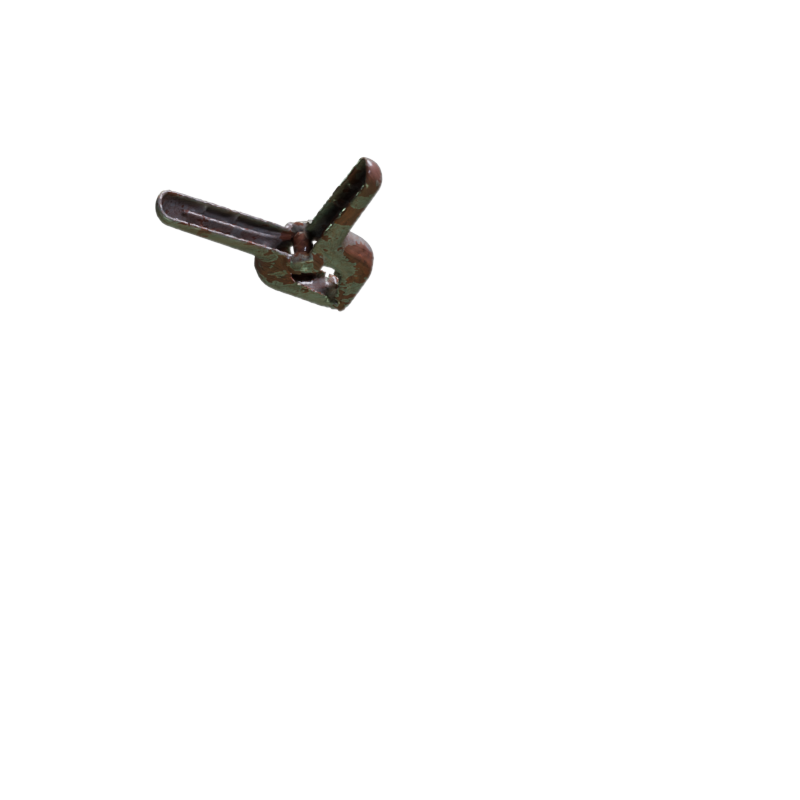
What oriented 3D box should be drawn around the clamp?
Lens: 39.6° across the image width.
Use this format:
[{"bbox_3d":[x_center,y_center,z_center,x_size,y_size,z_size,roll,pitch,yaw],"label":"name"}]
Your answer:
[{"bbox_3d":[-0.066,-0.120,0.844,0.167,0.038,0.196,-8,-21,20],"label":"clamp"}]
